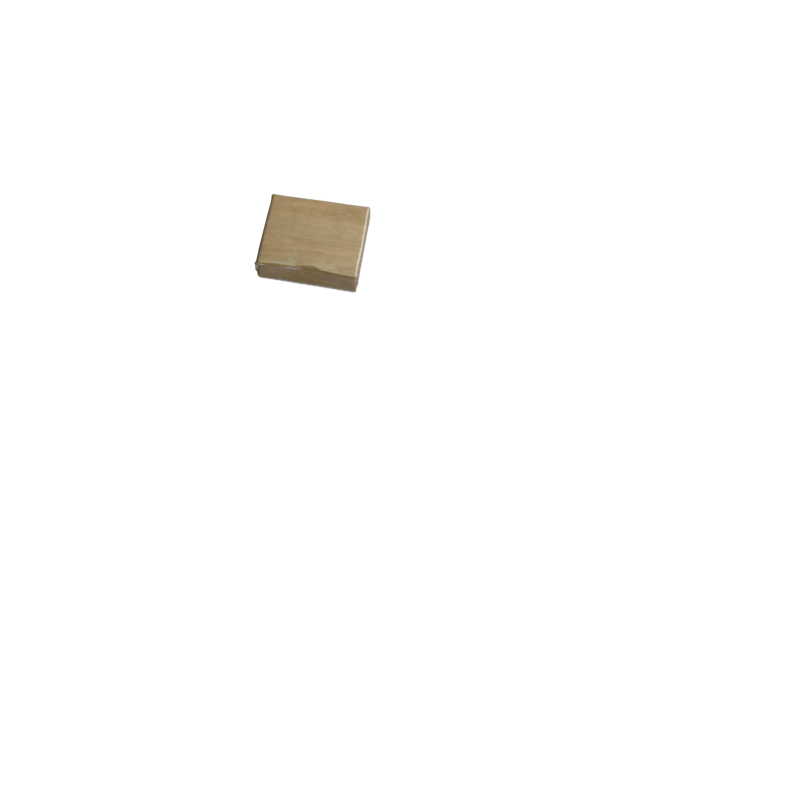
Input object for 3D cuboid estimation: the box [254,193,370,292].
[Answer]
[{"bbox_3d":[-0.075,-0.137,0.959,0.090,0.077,0.028,9,-29,4],"label":"box"}]
